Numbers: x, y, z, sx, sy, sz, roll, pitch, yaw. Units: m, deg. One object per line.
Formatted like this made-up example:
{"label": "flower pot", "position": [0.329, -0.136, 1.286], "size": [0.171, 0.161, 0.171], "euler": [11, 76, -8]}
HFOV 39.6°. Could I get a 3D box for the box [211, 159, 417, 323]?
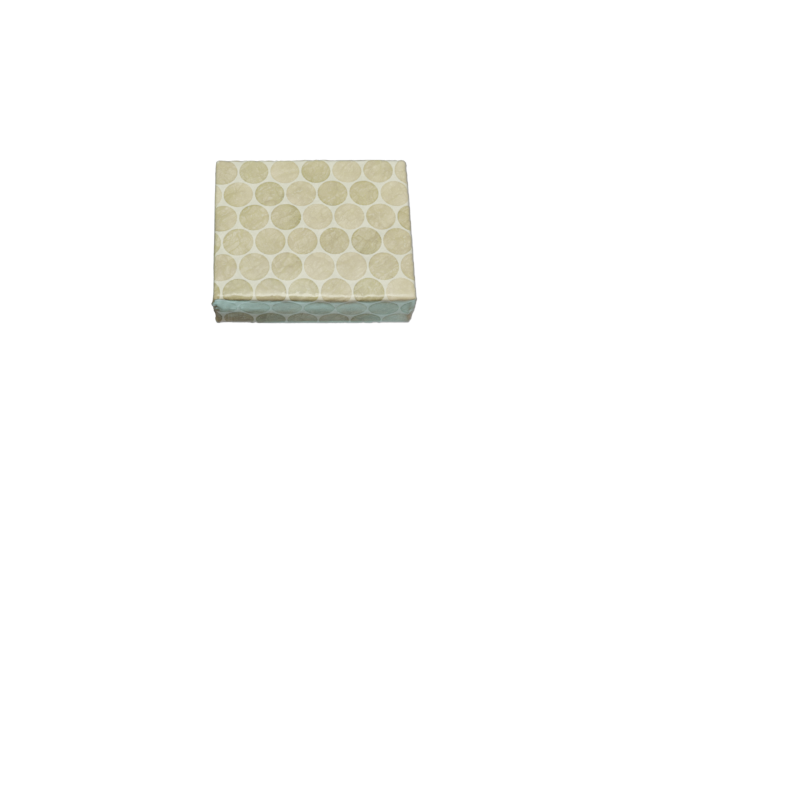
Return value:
{"label": "box", "position": [-0.049, -0.090, 0.629], "size": [0.113, 0.096, 0.037], "euler": [-2, -28, -2]}
